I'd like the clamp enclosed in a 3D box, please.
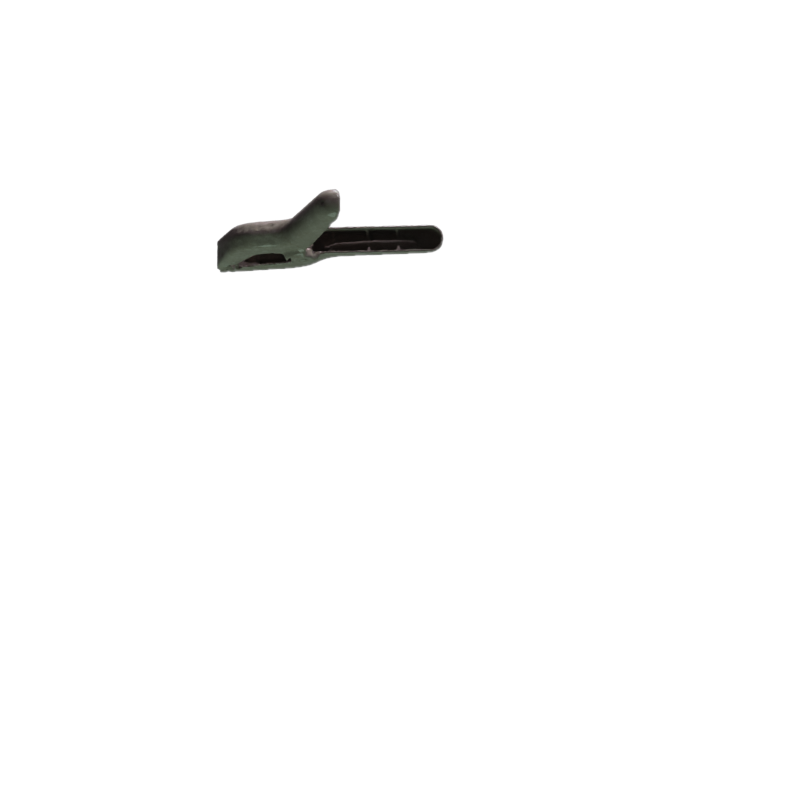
[{"bbox_3d":[-0.078,-0.143,0.998,0.215,0.037,0.156,-7,-11,43],"label":"clamp"}]
